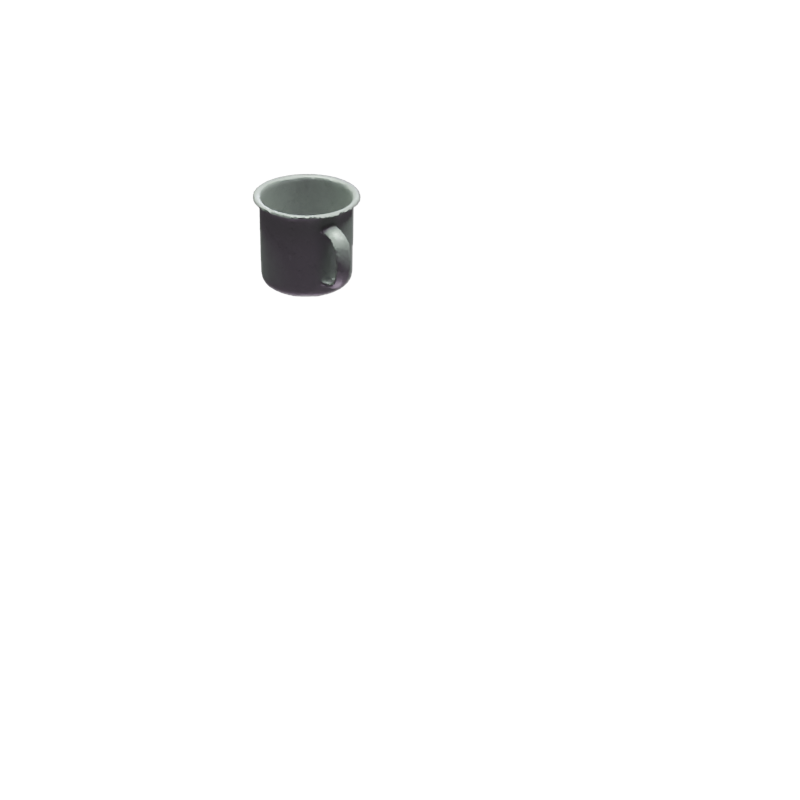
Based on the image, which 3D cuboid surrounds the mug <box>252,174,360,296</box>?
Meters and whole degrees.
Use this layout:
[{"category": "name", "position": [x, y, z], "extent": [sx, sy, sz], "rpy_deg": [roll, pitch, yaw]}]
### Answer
[{"category": "mug", "position": [-0.076, -0.138, 0.965], "extent": [0.092, 0.077, 0.126], "rpy_deg": [-17, 35, -27]}]
